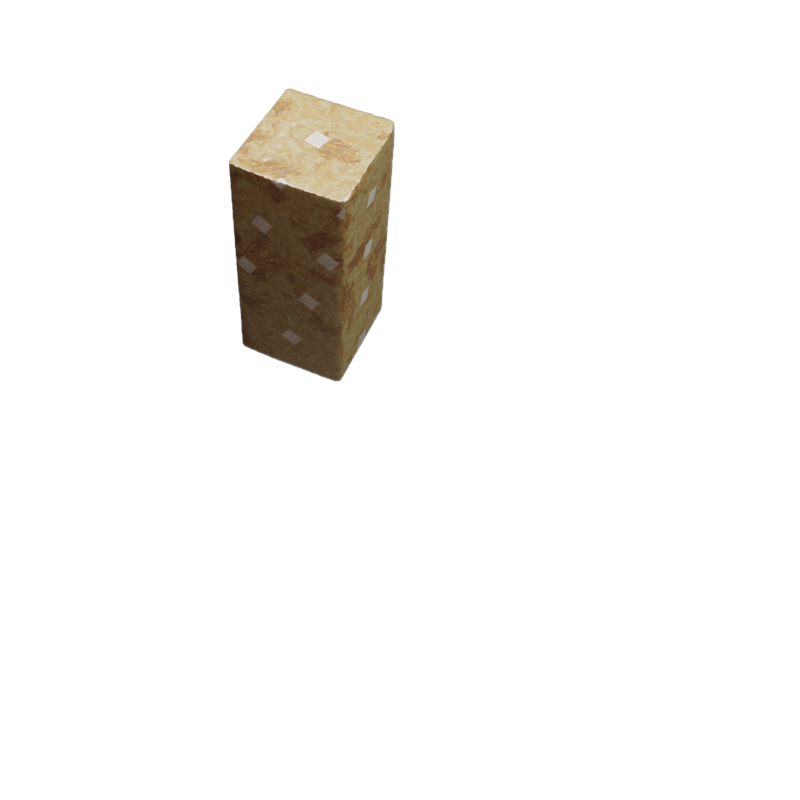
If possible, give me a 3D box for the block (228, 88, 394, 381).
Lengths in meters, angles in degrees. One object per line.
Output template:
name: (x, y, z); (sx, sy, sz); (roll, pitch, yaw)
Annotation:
block: (-0.065, -0.119, 0.839); (0.093, 0.094, 0.192); (21, -36, 13)
